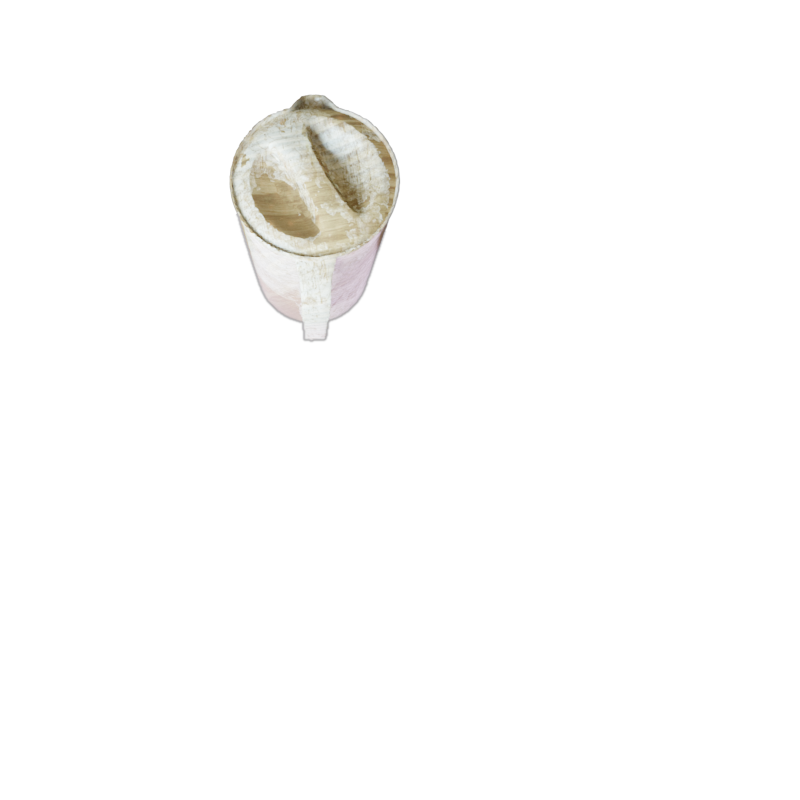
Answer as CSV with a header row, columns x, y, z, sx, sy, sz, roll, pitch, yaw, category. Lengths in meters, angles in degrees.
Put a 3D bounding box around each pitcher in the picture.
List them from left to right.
x,y,z,sx,sy,sz,roll,pitch,yaw,category
-0.076,-0.138,0.969,0.149,0.151,0.234,42,-13,8,pitcher
